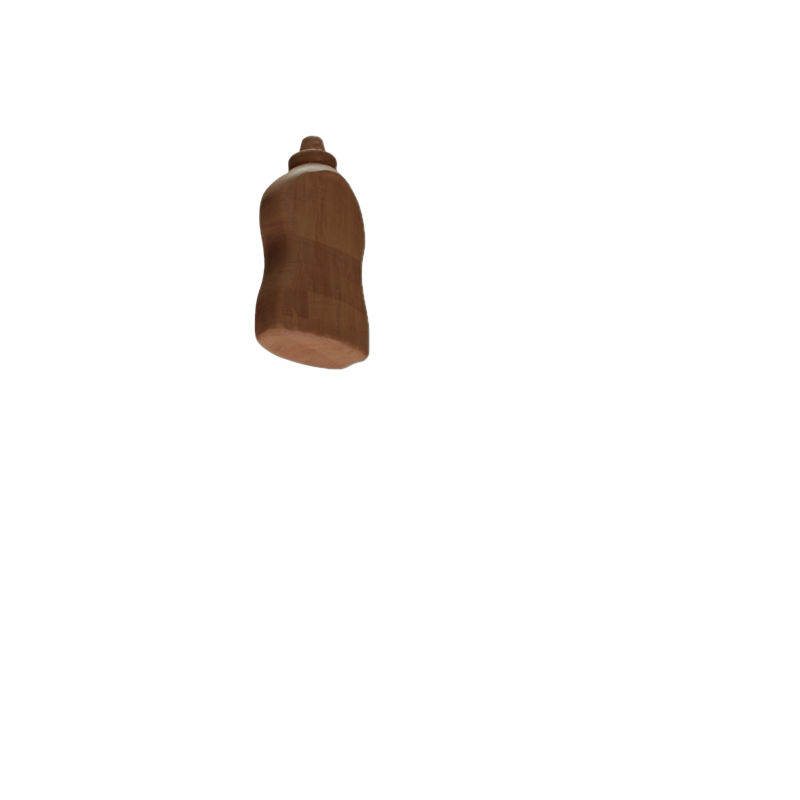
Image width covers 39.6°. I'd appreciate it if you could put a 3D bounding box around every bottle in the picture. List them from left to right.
[{"bbox_3d":[-0.070,-0.126,0.887,0.091,0.203,0.058,18,-32,-37],"label":"bottle"}]
